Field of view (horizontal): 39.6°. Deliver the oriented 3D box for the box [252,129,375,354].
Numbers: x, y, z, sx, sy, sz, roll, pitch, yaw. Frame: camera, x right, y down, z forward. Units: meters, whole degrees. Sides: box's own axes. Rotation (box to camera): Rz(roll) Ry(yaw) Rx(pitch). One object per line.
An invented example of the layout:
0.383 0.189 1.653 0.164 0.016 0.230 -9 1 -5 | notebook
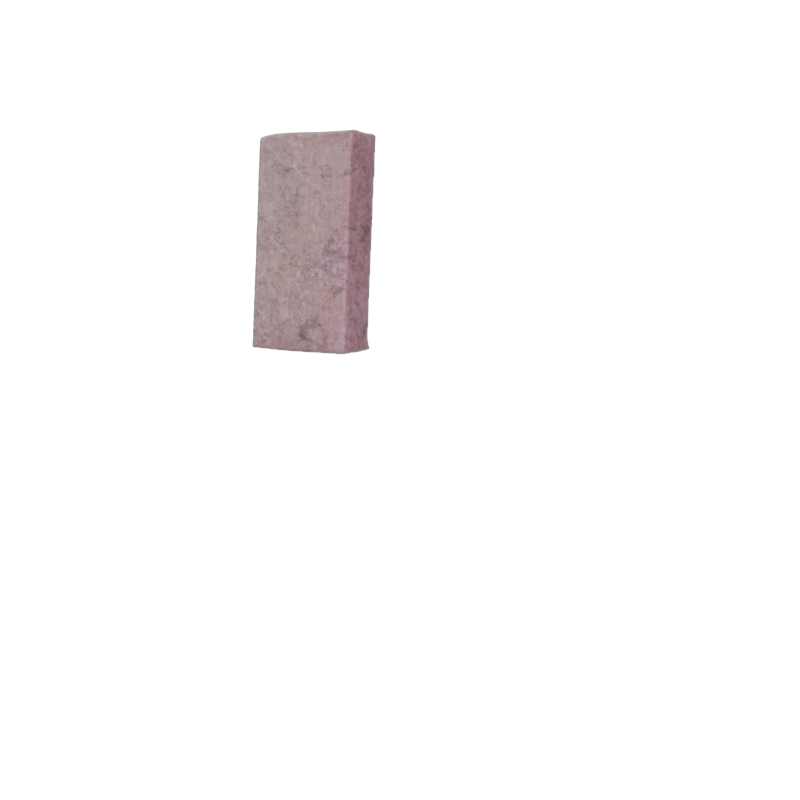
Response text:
-0.071 -0.128 0.900 0.097 0.176 0.046 1 1 32 | box
